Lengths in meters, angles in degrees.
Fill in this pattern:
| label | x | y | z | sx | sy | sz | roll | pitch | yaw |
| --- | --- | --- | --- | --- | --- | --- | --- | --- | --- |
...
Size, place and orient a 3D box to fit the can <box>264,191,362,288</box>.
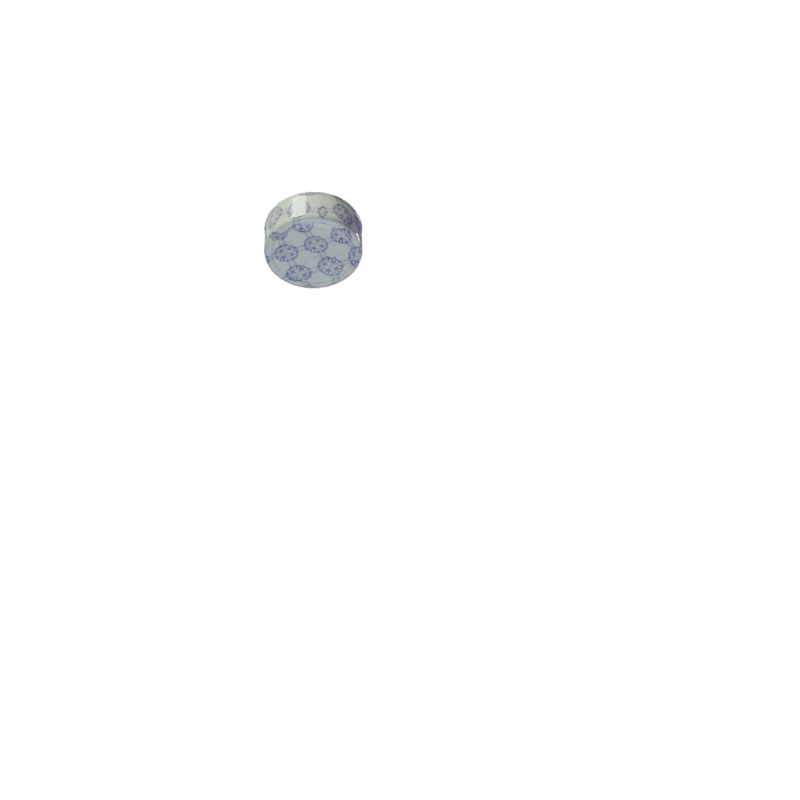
| label | x | y | z | sx | sy | sz | roll | pitch | yaw |
| --- | --- | --- | --- | --- | --- | --- | --- | --- | --- |
| can | -0.075 | -0.137 | 0.959 | 0.086 | 0.036 | 0.080 | 1 | -44 | -1 |
